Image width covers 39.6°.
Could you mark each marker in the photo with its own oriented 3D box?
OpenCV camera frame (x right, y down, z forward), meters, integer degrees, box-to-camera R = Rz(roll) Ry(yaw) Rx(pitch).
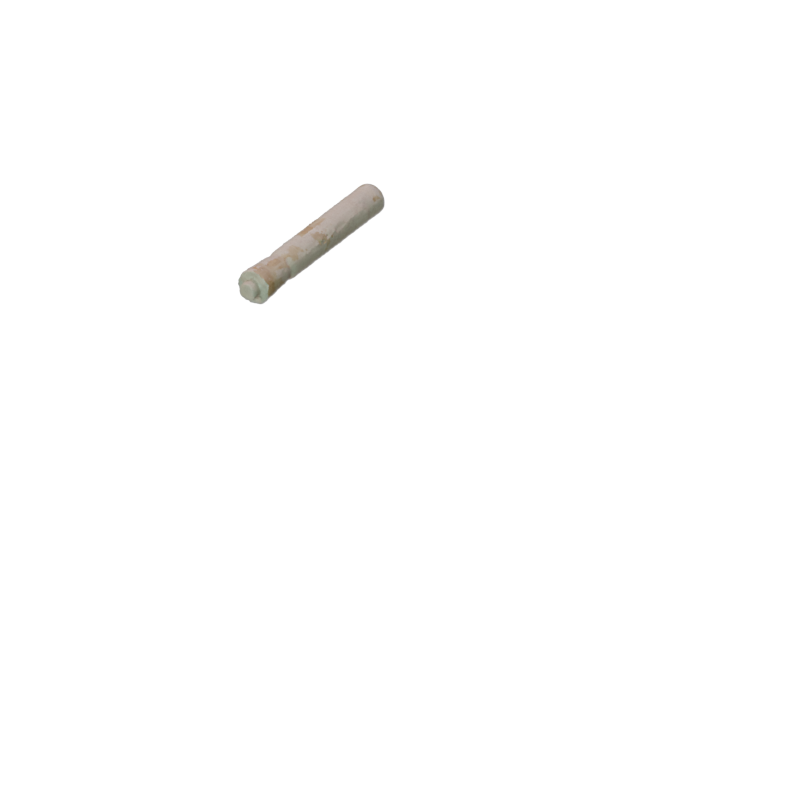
[{"bbox_3d":[-0.046,-0.084,0.589,0.020,0.019,0.123,2,31,33],"label":"marker"}]
